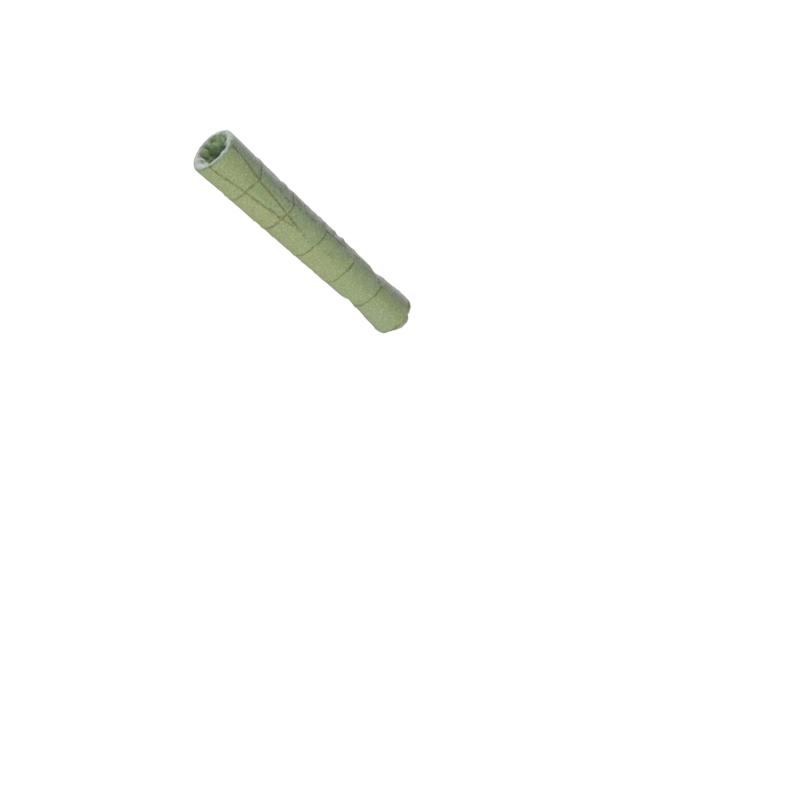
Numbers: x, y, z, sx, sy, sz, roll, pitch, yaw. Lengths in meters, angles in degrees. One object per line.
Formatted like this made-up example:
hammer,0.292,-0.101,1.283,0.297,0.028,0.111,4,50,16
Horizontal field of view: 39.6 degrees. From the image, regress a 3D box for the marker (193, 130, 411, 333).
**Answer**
marker,-0.034,-0.062,0.435,0.021,0.020,0.112,3,-28,46
